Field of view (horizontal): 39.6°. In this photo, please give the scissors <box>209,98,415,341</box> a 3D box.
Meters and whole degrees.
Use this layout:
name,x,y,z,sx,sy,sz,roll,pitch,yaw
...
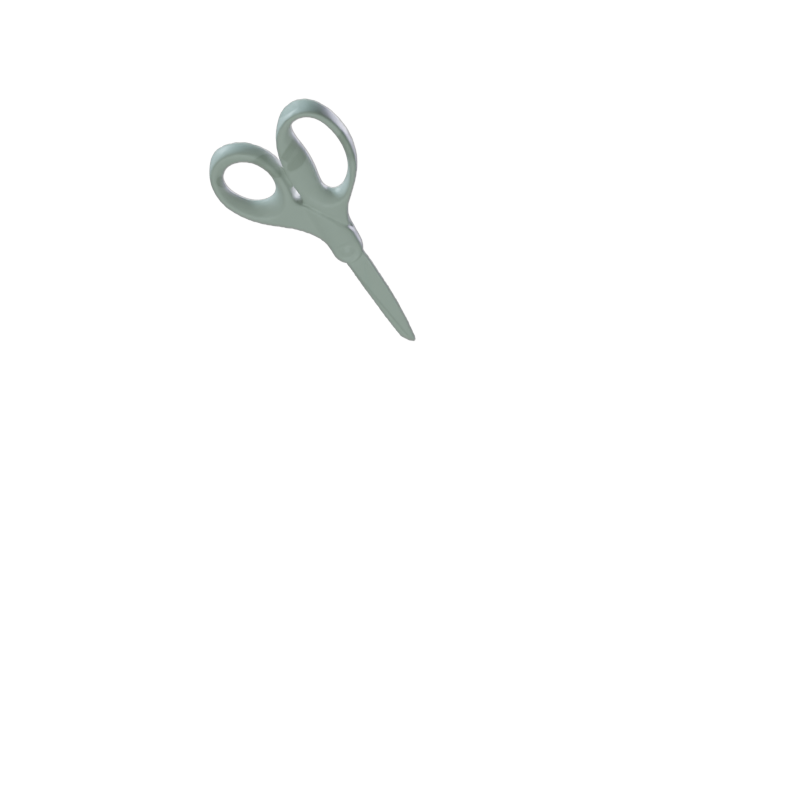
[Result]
name,x,y,z,sx,sy,sz,roll,pitch,yaw
scissors,-0.054,-0.098,0.684,0.097,0.017,0.186,-8,-45,7
